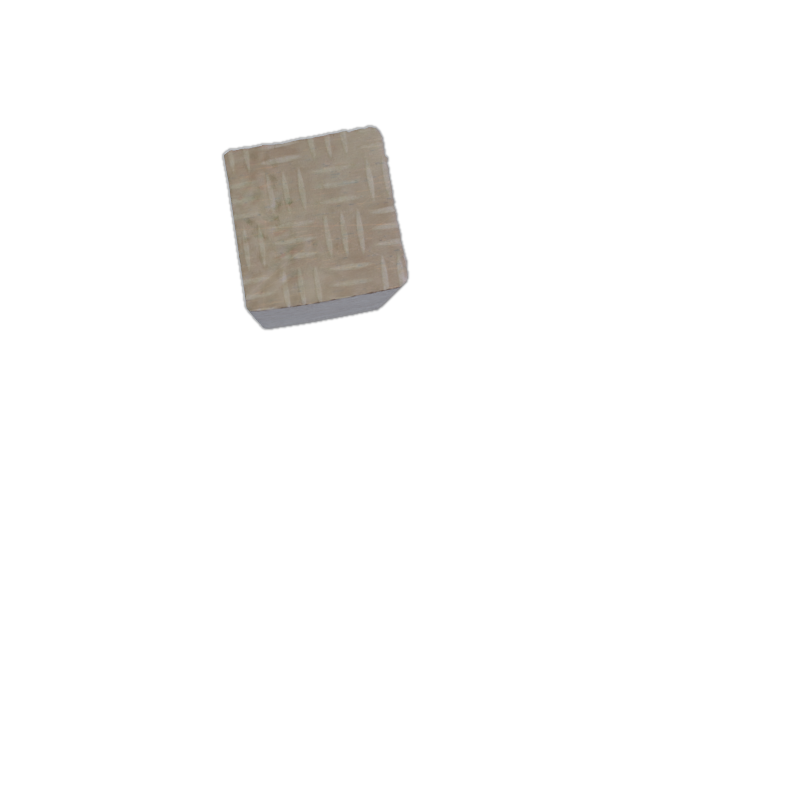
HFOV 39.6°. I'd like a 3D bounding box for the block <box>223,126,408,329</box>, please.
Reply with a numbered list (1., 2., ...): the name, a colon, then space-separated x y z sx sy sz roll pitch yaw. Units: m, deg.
1. block: -0.054 -0.099 0.695 0.090 0.092 0.205 -10 0 -4
